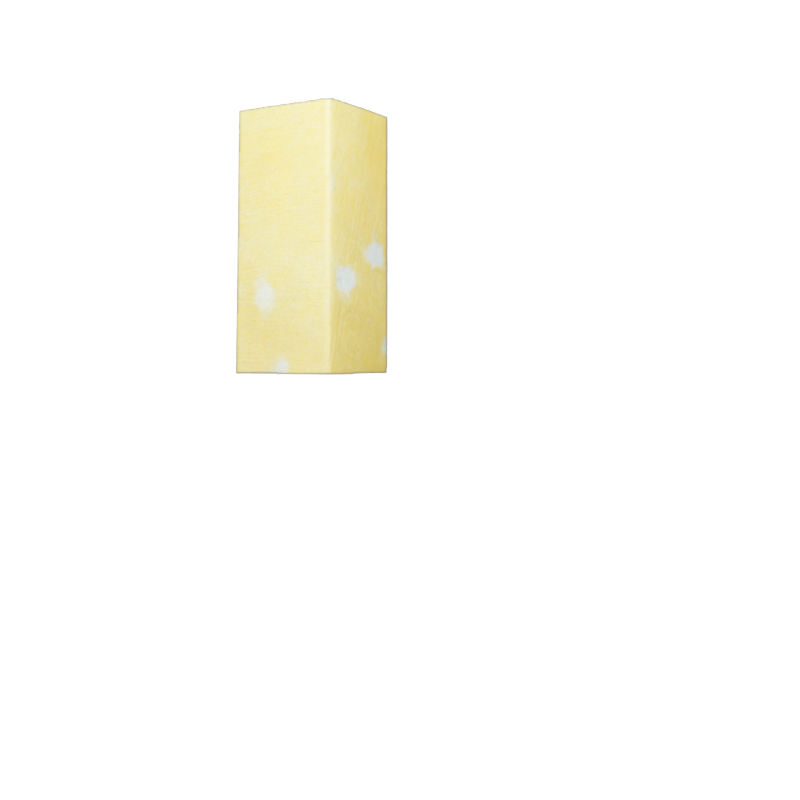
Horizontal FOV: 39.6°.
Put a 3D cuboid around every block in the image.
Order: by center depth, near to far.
[{"bbox_3d":[-0.068,-0.125,0.875,0.094,0.209,0.086,-3,-5,32],"label":"block"}]
